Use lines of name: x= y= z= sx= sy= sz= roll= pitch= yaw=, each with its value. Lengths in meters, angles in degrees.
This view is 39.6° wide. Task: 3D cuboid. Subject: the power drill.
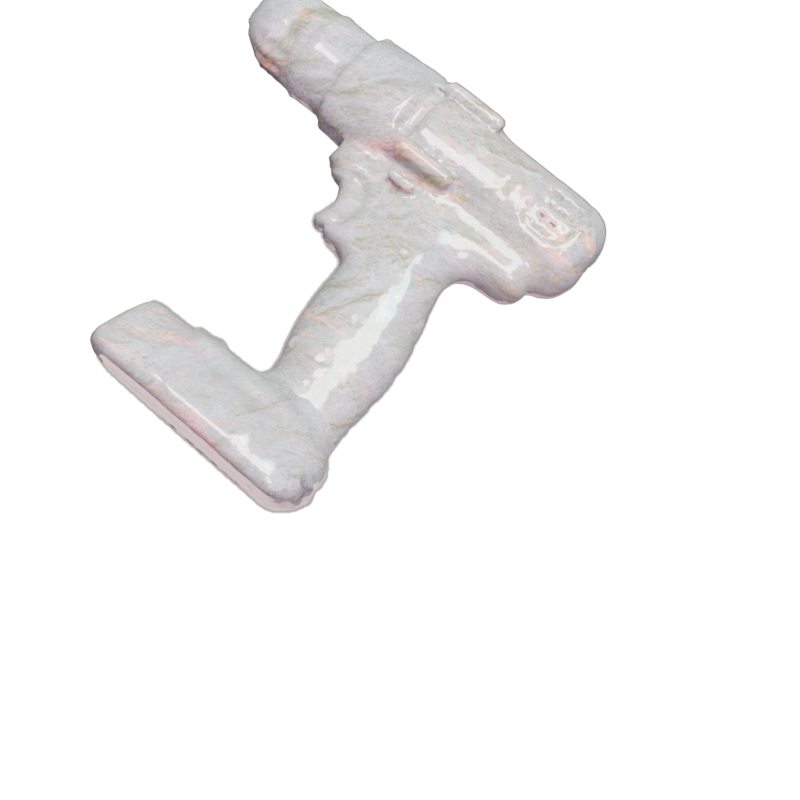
power drill: x=-0.036 y=-0.065 z=0.458 sx=0.191 sy=0.190 sz=0.055 roll=39 pitch=-15 yaw=12
